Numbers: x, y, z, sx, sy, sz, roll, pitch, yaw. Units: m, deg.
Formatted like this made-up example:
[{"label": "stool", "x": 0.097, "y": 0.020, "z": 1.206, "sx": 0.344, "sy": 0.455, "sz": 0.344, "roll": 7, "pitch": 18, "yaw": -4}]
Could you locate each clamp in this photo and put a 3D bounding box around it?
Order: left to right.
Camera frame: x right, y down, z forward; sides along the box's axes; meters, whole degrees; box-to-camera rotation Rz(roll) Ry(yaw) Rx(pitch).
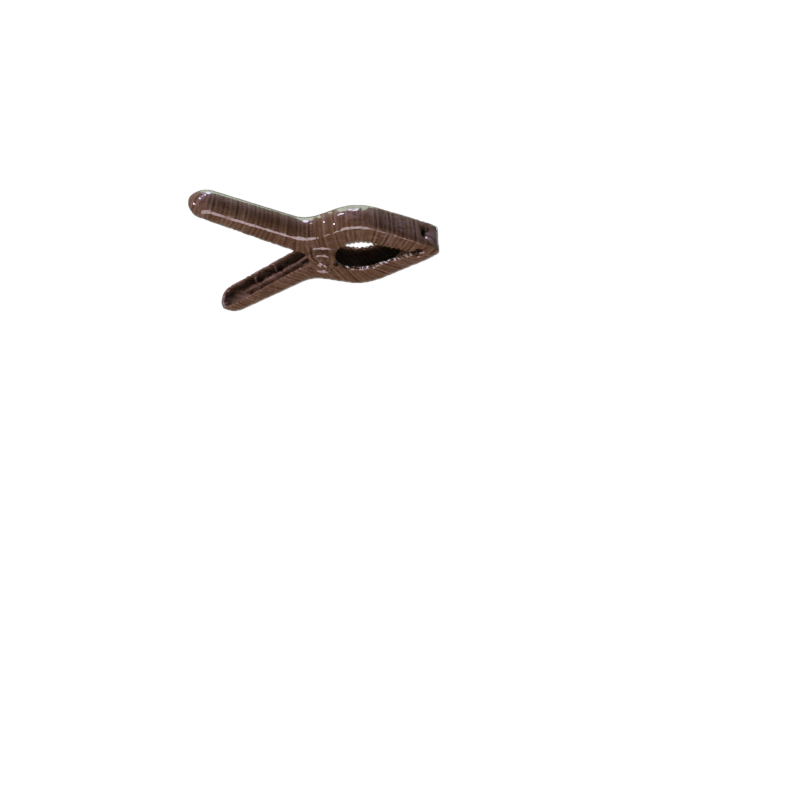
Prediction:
[{"label": "clamp", "x": -0.074, "y": -0.136, "z": 0.950, "sx": 0.212, "sy": 0.039, "sz": 0.153, "roll": -6, "pitch": -29, "yaw": 10}]
